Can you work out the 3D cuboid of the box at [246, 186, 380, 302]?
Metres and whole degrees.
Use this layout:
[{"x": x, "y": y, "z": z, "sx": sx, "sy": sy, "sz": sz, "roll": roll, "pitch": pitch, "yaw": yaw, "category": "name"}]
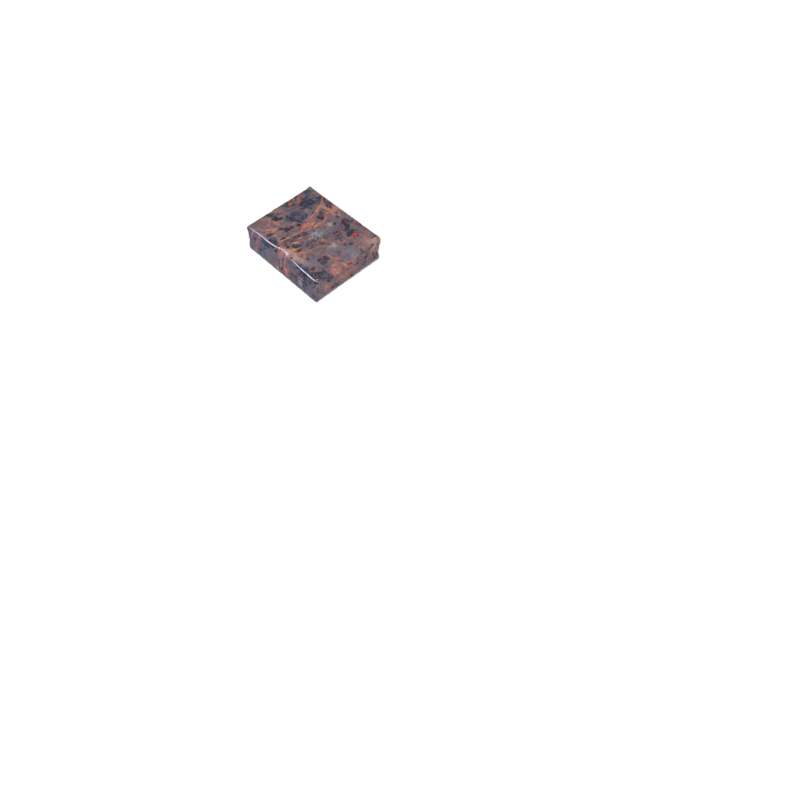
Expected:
[{"x": -0.073, "y": -0.133, "z": 0.932, "sx": 0.074, "sy": 0.028, "sz": 0.095, "roll": -36, "pitch": 59, "yaw": -26, "category": "box"}]
